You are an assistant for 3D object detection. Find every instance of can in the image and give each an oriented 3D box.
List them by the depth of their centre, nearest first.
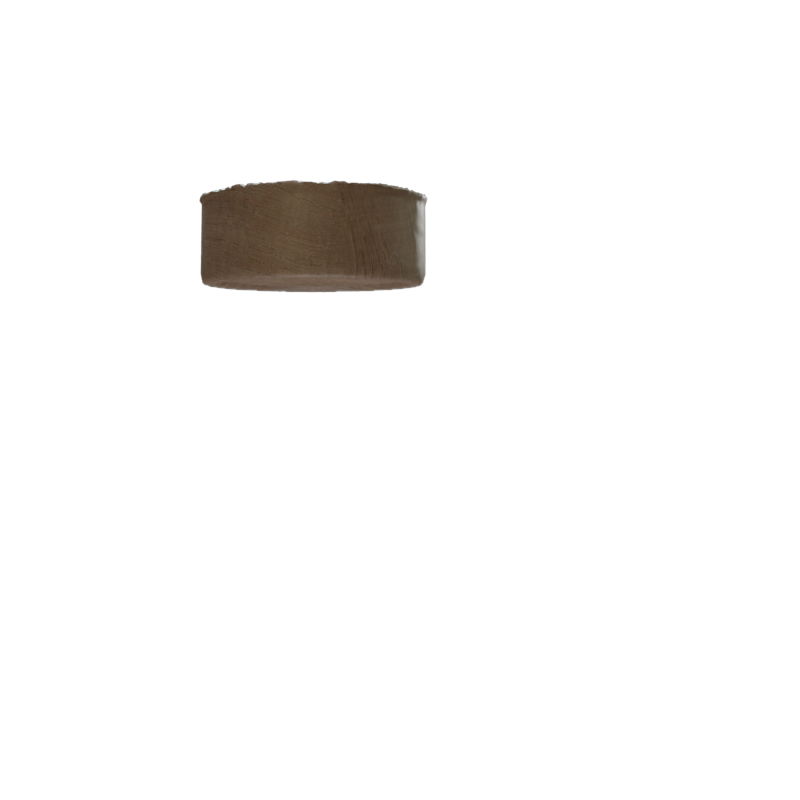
[{"bbox_3d":[-0.033,-0.060,0.418,0.086,0.034,0.086,0,1,-2],"label":"can"}]
